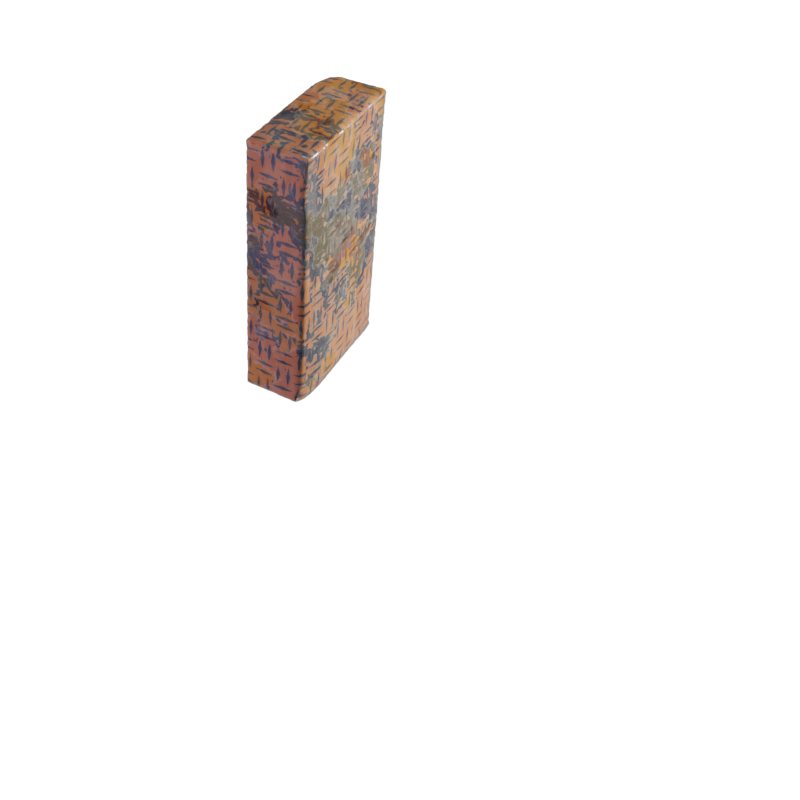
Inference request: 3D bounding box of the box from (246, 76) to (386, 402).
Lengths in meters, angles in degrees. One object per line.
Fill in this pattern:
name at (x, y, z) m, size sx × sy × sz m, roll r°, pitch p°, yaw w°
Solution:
box at (-0.052, -0.094, 0.656) m, size 0.050 × 0.165 × 0.096 m, roll 19°, pitch 41°, yaw 19°
